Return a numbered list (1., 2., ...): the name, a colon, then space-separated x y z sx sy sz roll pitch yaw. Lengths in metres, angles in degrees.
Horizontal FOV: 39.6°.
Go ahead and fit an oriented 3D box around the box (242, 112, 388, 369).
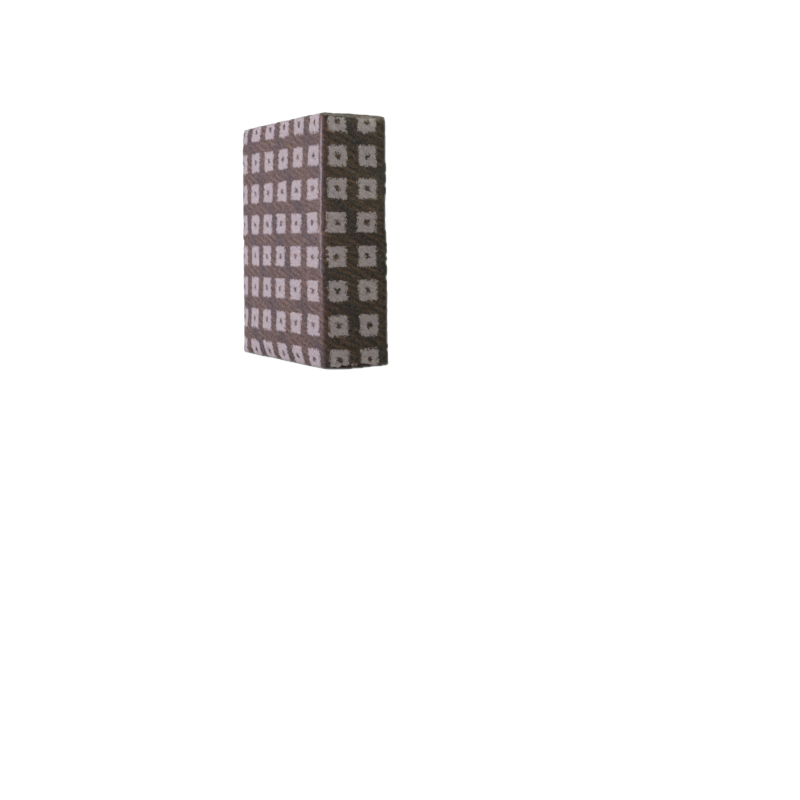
1. box: -0.078 -0.142 0.995 0.069 0.213 0.170 0 3 -31
